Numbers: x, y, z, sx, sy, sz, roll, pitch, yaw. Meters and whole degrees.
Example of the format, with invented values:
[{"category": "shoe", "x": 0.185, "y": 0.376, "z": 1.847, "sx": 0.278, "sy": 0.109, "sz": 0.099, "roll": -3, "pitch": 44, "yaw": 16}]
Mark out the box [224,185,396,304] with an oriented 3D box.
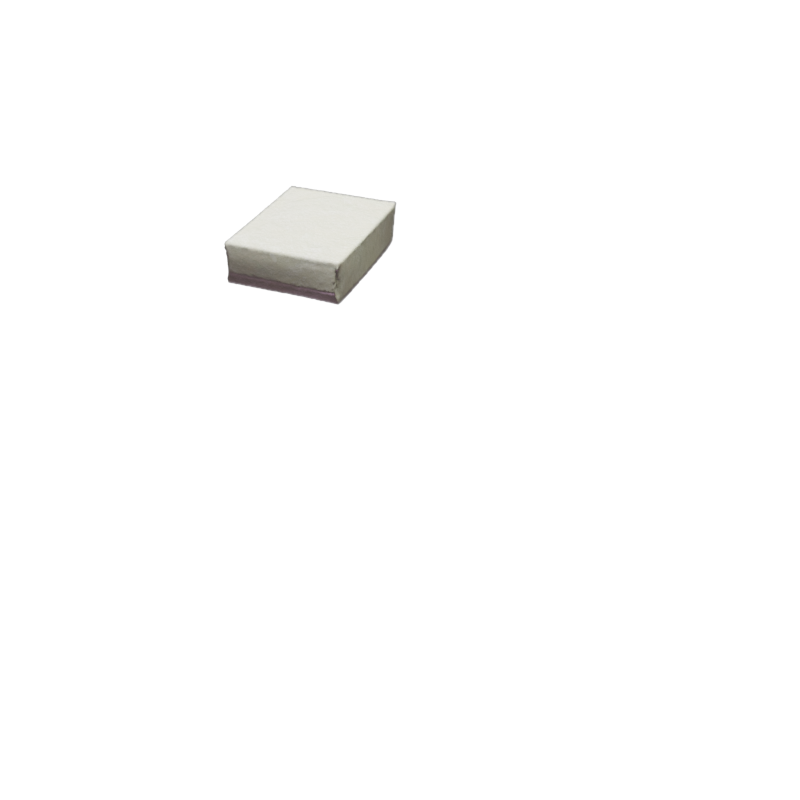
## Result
[{"category": "box", "x": -0.064, "y": -0.117, "z": 0.818, "sx": 0.093, "sy": 0.037, "sz": 0.116, "roll": 12, "pitch": 32, "yaw": 19}]
